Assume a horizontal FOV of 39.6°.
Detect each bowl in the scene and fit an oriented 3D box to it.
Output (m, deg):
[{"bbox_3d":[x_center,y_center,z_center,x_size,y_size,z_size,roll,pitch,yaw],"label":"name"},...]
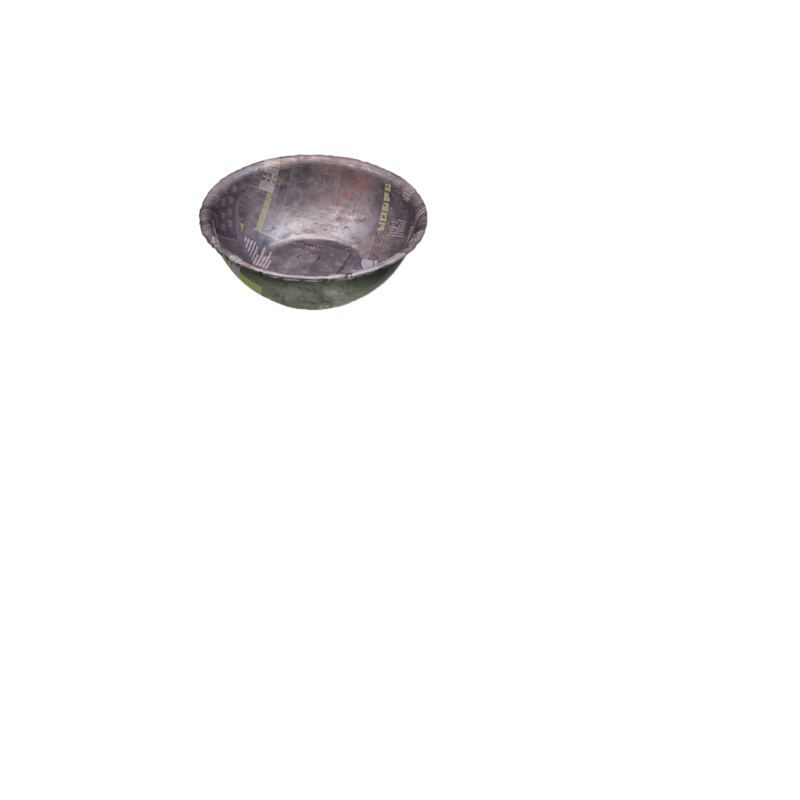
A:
[{"bbox_3d":[-0.062,-0.114,0.795,0.162,0.051,0.174,-1,39,-2],"label":"bowl"}]
